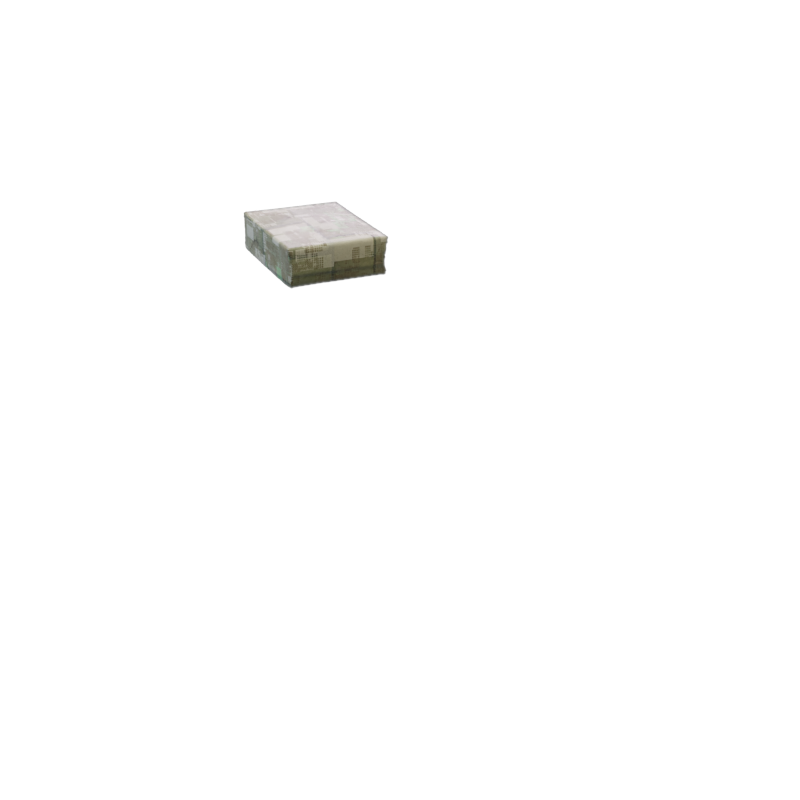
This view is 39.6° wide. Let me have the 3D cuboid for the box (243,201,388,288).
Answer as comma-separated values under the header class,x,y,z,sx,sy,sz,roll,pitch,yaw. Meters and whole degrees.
class,x,y,z,sx,sy,sz,roll,pitch,yaw
box,-0.074,-0.135,0.948,0.088,0.037,0.122,-11,29,-22
